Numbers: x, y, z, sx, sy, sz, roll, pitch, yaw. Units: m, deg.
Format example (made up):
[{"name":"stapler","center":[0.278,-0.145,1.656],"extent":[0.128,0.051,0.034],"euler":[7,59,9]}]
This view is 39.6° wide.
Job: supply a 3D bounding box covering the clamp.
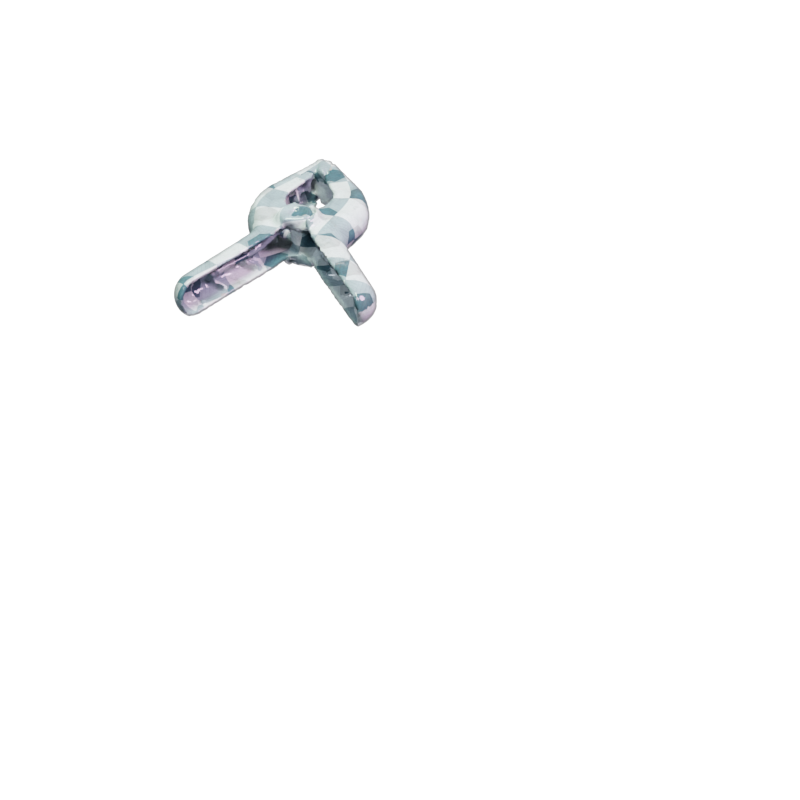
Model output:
[{"name":"clamp","center":[-0.055,-0.100,0.699],"extent":[0.123,0.037,0.179],"euler":[12,42,14]}]
